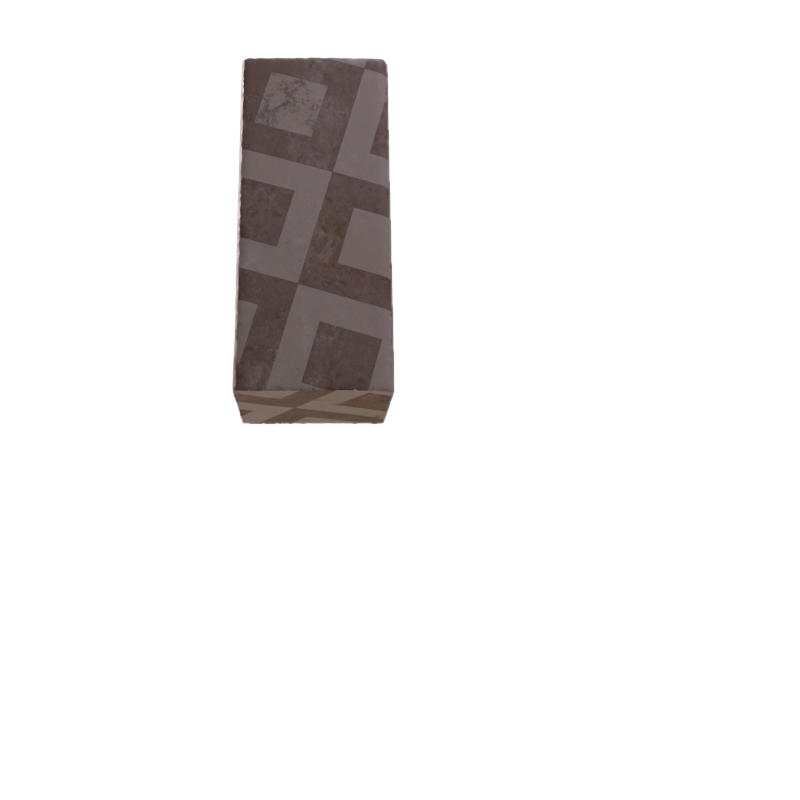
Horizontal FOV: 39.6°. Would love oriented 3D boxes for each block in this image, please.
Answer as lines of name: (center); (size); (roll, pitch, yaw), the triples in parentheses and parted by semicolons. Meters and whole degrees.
block: (-0.052, -0.097, 0.677); (0.090, 0.216, 0.087); (0, -19, -3)
